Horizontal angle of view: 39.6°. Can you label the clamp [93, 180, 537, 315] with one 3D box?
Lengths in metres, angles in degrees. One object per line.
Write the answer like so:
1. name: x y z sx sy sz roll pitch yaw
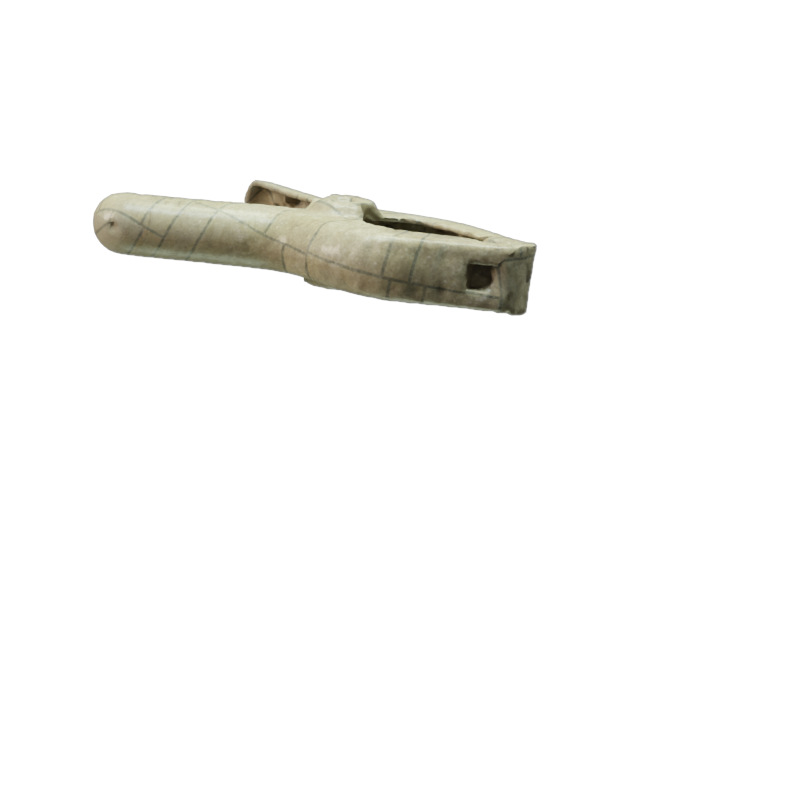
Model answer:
1. clamp: -0.035 -0.064 0.445 0.181 0.038 0.118 15 25 36
